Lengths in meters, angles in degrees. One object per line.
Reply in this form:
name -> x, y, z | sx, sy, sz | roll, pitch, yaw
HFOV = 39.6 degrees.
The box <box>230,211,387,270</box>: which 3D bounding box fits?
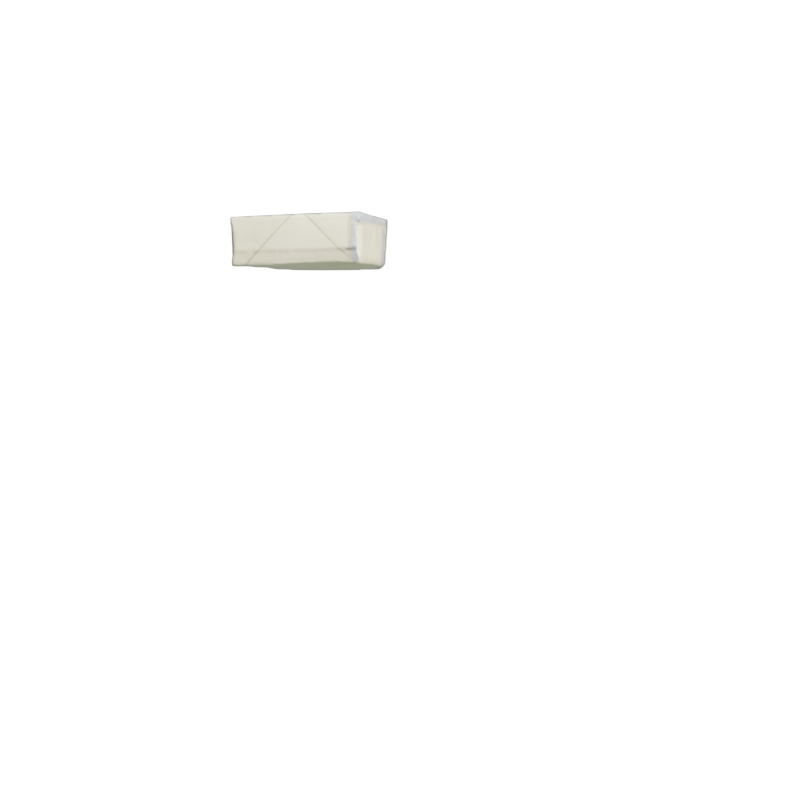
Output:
box -> -0.061, -0.112, 0.783 | 0.091, 0.039, 0.112 | 1, 4, 11
